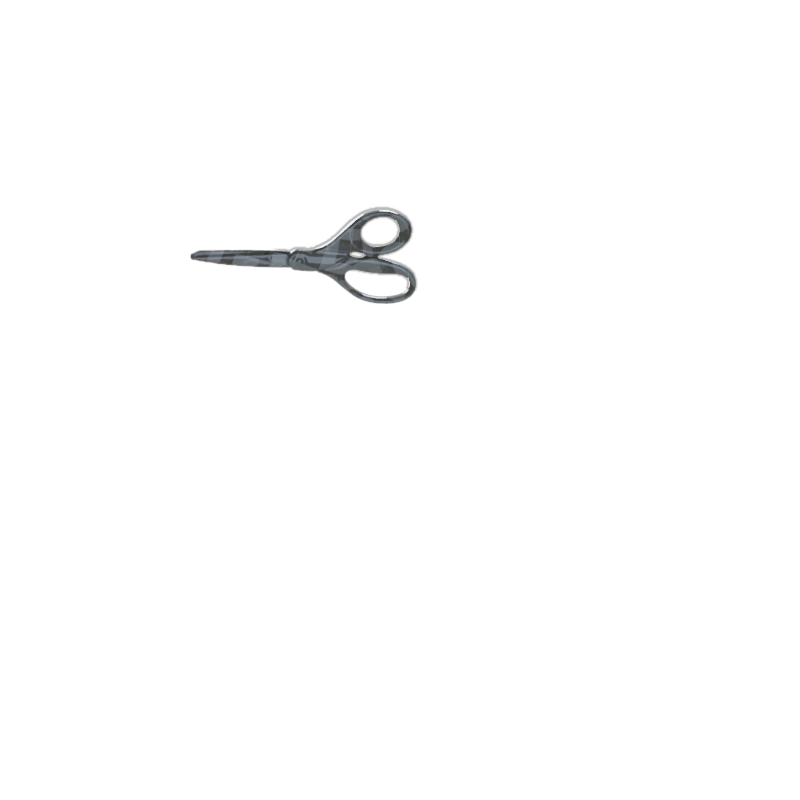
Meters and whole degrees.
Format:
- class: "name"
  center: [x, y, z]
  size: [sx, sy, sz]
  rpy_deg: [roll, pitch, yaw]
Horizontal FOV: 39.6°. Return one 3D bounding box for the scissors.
- class: "scissors"
  center: [-0.077, -0.141, 0.985]
  size: [0.200, 0.093, 0.016]
  rpy_deg: [17, 16, -5]
